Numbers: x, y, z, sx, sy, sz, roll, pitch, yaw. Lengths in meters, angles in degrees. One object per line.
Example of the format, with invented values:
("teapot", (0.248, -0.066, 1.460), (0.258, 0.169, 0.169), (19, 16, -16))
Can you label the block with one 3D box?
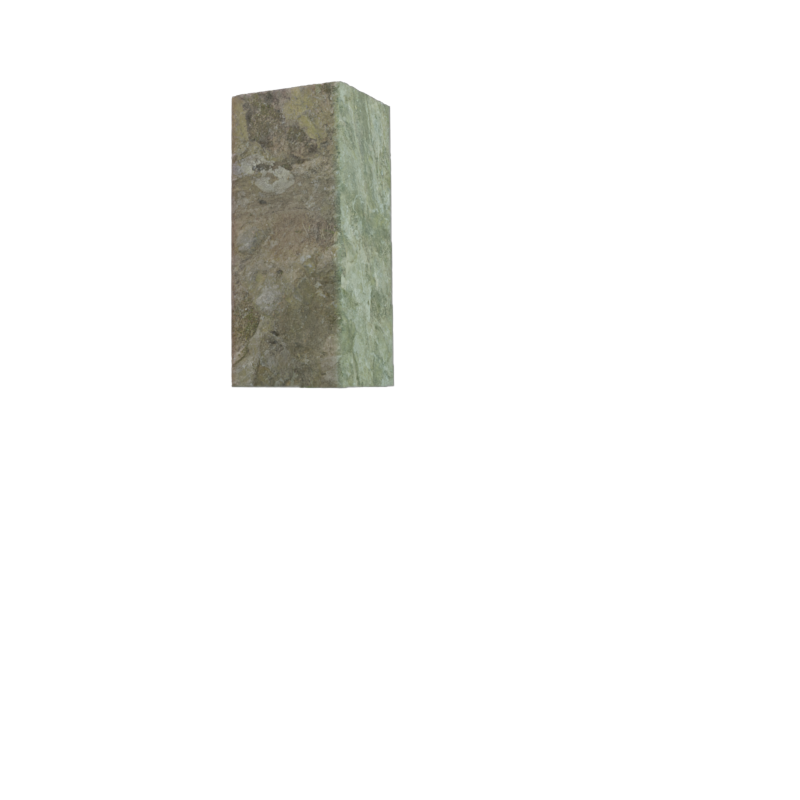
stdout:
("block", (-0.063, -0.113, 0.794), (0.093, 0.209, 0.086), (-3, -6, 25))
